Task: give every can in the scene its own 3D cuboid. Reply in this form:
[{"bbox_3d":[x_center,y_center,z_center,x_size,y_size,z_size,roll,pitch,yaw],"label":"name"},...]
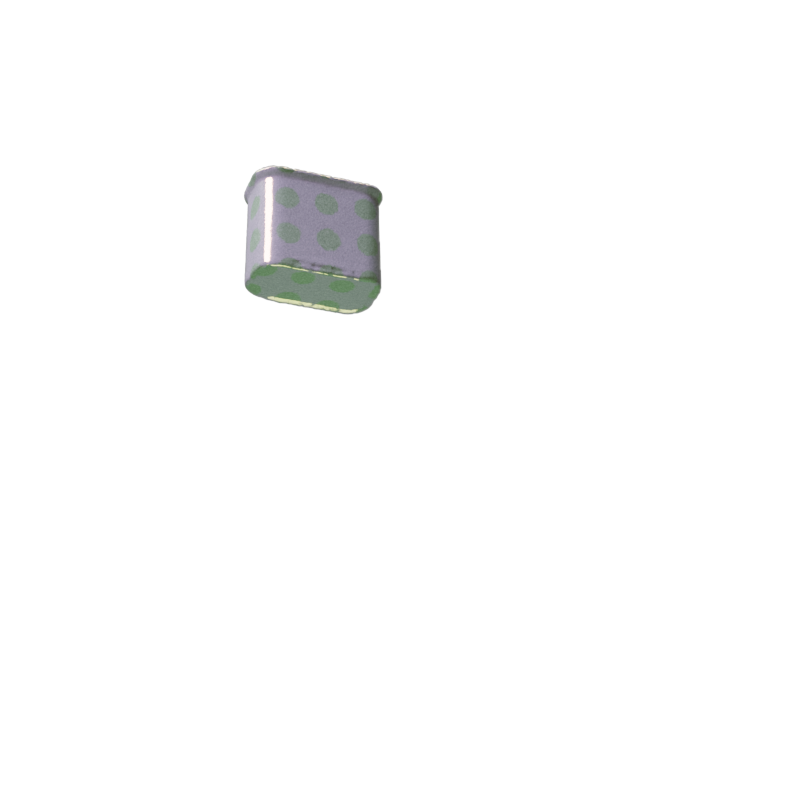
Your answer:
[{"bbox_3d":[-0.064,-0.116,0.813,0.099,0.089,0.055,9,-32,-18],"label":"can"}]
